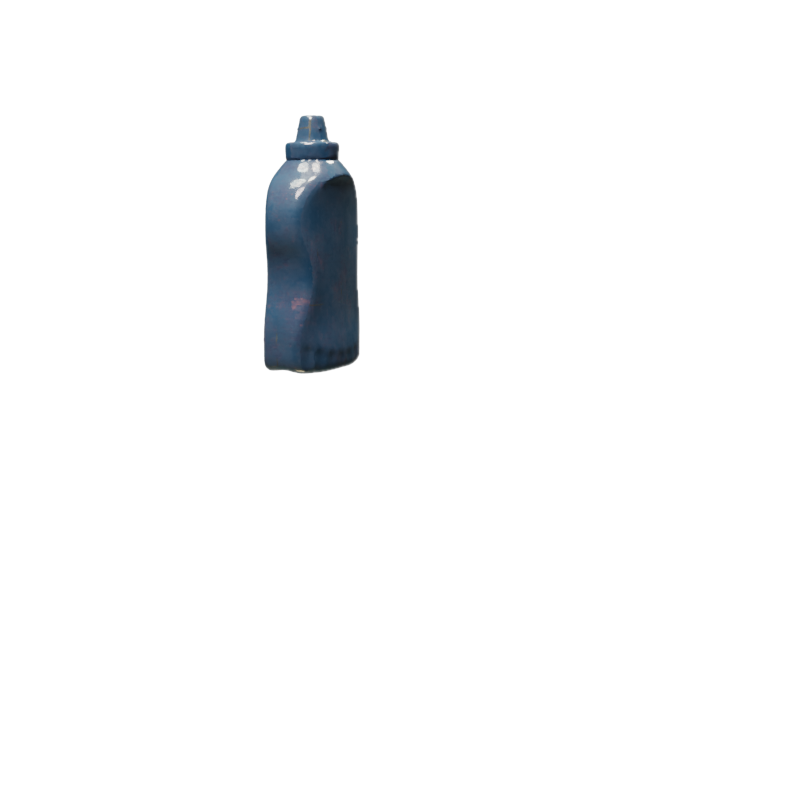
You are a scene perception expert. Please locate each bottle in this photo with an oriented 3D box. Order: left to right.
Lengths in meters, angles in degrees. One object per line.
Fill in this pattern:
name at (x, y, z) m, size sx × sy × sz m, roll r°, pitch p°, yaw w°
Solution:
bottle at (-0.067, -0.121, 0.850) m, size 0.061 × 0.190 × 0.093 m, roll 2°, pitch 5°, yaw 30°
